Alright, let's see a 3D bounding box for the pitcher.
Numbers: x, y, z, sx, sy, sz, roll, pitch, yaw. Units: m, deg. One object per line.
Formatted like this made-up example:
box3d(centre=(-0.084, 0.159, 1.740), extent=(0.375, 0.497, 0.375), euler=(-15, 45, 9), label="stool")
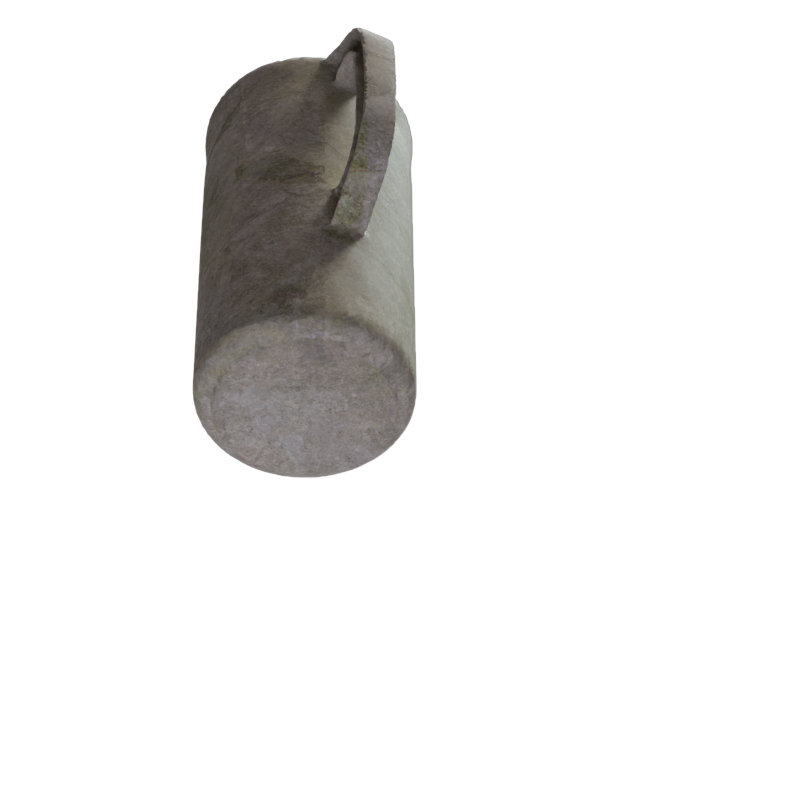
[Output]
box3d(centre=(-0.048, -0.088, 0.614), extent=(0.146, 0.138, 0.261), euler=(-17, 39, 11), label="pitcher")
